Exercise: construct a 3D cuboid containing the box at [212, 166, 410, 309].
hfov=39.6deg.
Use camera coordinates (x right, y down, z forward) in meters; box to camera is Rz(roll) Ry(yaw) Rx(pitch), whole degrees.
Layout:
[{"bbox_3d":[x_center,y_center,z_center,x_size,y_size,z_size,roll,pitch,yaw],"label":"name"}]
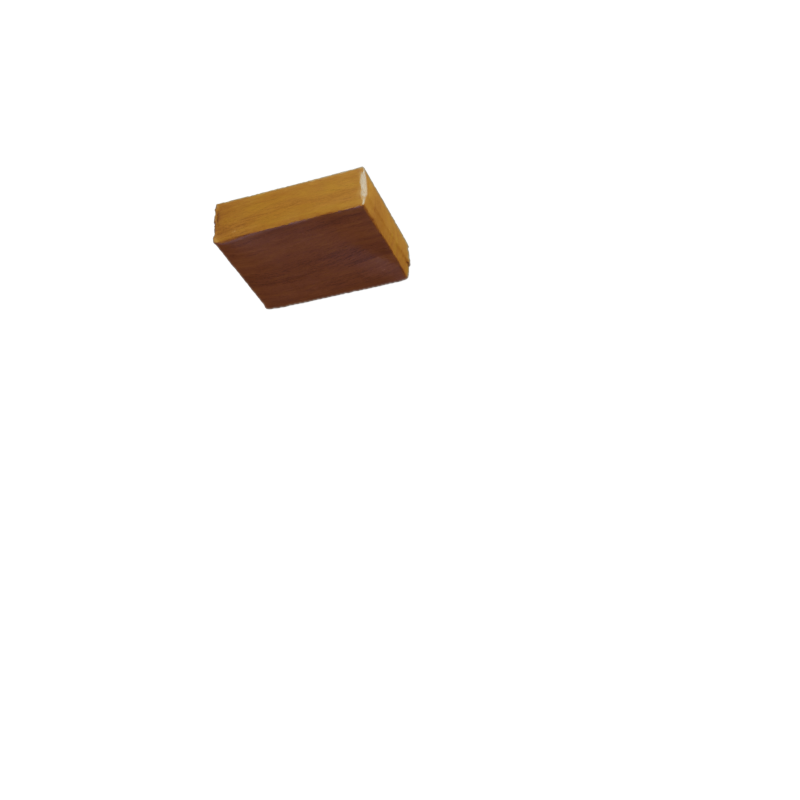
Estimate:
[{"bbox_3d":[-0.060,-0.109,0.767,0.115,0.042,0.083,-12,-36,17],"label":"box"}]
